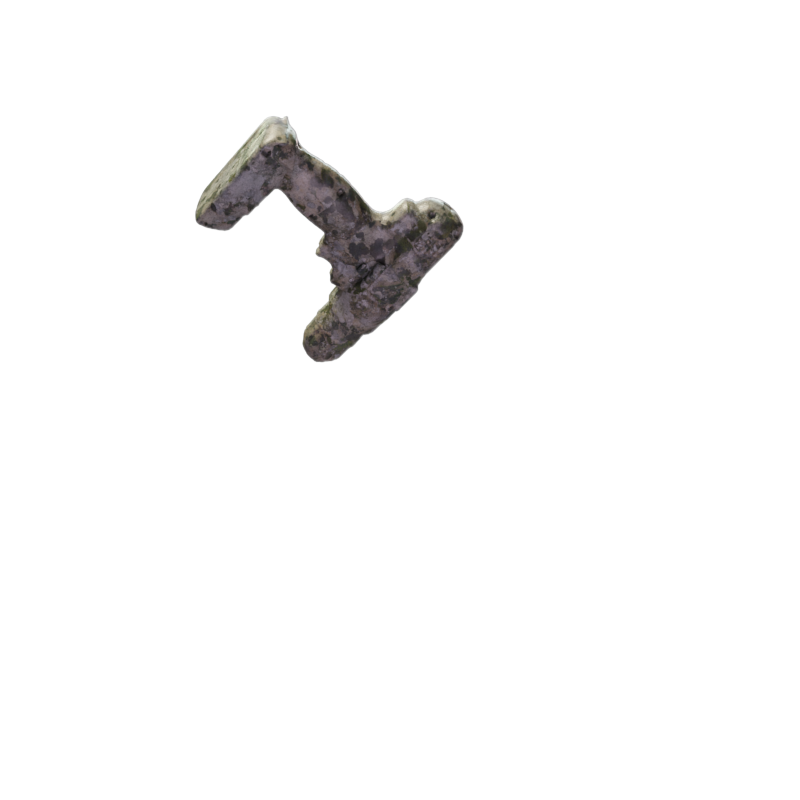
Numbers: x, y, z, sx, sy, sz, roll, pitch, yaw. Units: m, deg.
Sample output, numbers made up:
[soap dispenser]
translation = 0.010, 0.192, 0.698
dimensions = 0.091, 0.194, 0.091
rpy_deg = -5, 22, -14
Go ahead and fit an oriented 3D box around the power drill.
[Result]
[power drill]
translation = -0.071, -0.129, 0.907
dimensions = 0.179, 0.181, 0.061
rpy_deg = 33, 27, -20
